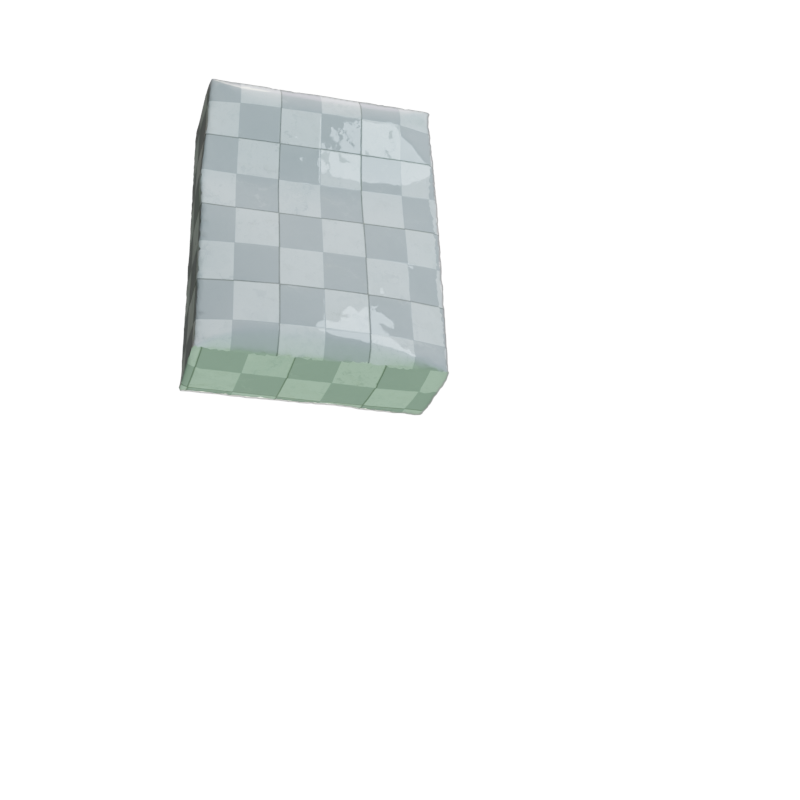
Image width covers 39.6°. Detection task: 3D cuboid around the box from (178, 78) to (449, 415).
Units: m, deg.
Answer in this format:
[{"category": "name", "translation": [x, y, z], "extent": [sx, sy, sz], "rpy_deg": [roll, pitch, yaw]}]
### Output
[{"category": "box", "translation": [-0.058, -0.106, 0.745], "extent": [0.161, 0.228, 0.069], "rpy_deg": [6, -31, -13]}]
